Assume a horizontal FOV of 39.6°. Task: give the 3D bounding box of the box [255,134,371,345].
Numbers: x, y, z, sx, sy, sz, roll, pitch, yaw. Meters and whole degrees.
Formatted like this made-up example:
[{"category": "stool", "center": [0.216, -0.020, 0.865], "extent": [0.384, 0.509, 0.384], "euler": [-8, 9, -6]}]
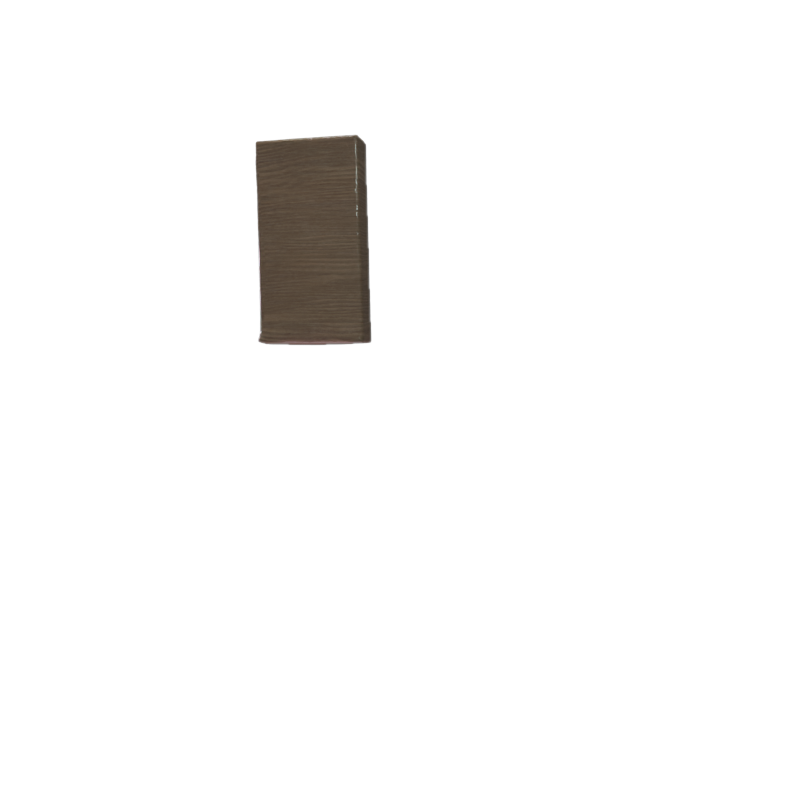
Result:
[{"category": "box", "center": [-0.074, -0.136, 0.954], "extent": [0.095, 0.179, 0.046], "euler": [-2, -6, 13]}]
